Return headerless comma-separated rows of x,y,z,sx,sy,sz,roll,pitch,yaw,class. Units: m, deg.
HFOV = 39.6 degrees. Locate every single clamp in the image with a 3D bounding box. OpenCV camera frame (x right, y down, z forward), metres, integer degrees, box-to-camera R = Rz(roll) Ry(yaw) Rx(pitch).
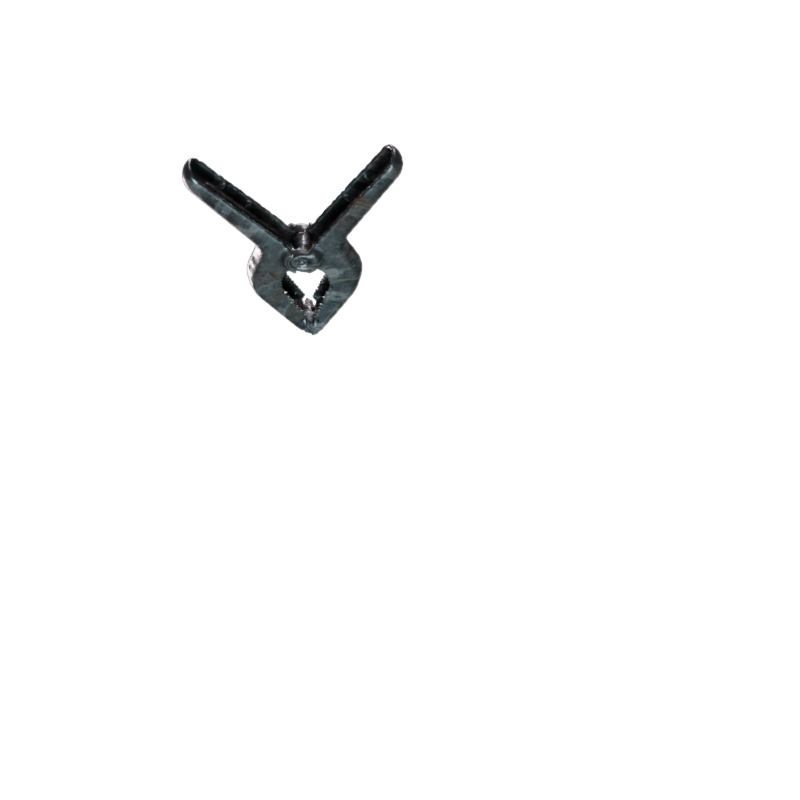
-0.070,-0.127,0.890,0.166,0.039,0.194,-6,-37,7,clamp
